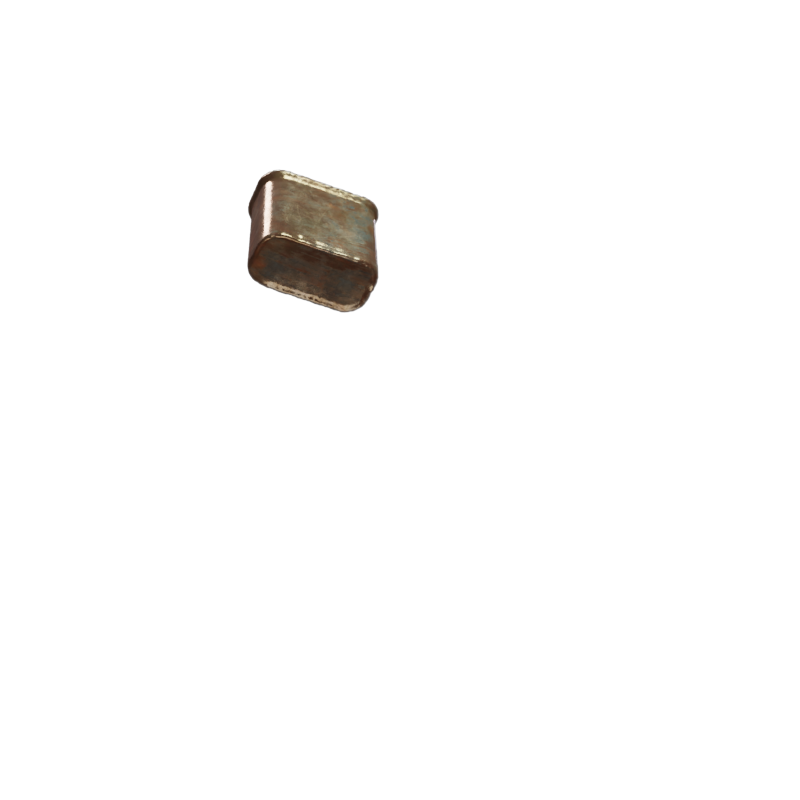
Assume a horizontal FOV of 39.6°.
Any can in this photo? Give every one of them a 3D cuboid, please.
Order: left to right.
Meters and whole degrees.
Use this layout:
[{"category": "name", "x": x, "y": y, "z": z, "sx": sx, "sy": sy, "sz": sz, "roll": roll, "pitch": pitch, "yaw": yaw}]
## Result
[{"category": "can", "x": -0.067, "y": -0.122, "z": 0.854, "sx": 0.099, "sy": 0.055, "sz": 0.090, "roll": 17, "pitch": 38, "yaw": -15}]
